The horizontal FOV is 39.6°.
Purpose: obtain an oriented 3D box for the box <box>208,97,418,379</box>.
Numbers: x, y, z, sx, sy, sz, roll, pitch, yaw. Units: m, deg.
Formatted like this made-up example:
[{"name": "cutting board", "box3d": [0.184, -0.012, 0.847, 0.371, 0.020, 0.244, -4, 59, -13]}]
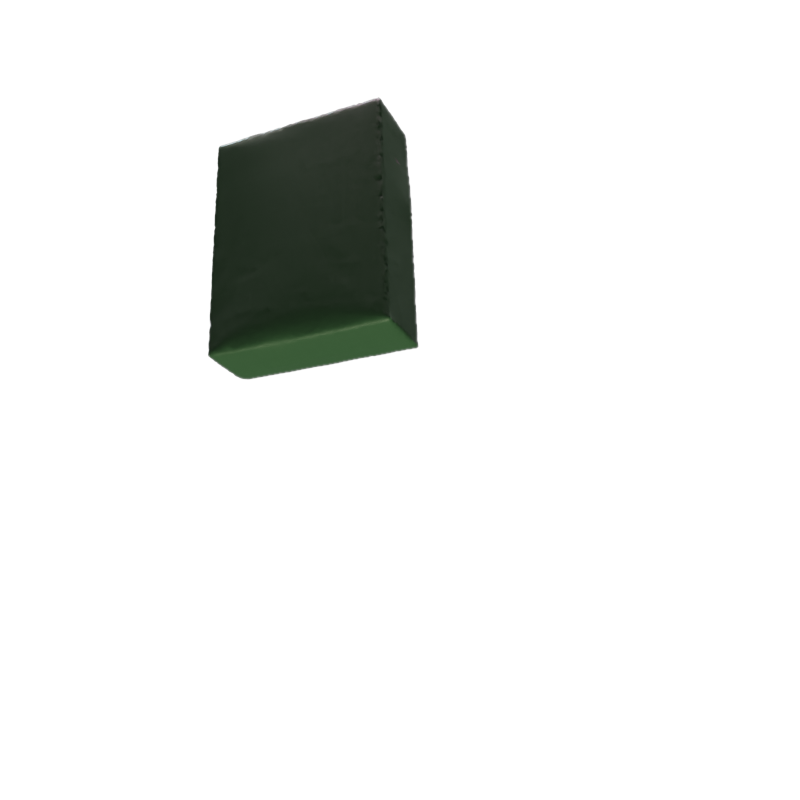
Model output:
[{"name": "box", "box3d": [-0.074, -0.136, 0.951, 0.166, 0.227, 0.066, -13, -30, 21]}]
